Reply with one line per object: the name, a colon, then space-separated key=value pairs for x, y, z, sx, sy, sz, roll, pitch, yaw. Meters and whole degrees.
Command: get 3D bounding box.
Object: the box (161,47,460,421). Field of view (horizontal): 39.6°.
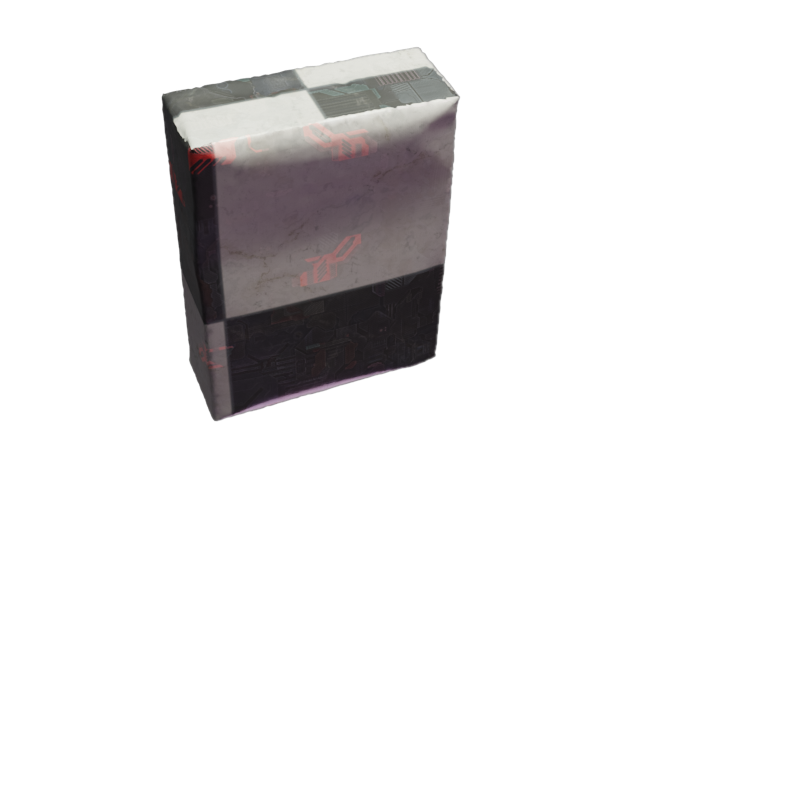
box: x=-0.054 y=-0.099 z=0.695 sx=0.162 sy=0.199 sz=0.078 roll=-14 pitch=45 yaw=-17
